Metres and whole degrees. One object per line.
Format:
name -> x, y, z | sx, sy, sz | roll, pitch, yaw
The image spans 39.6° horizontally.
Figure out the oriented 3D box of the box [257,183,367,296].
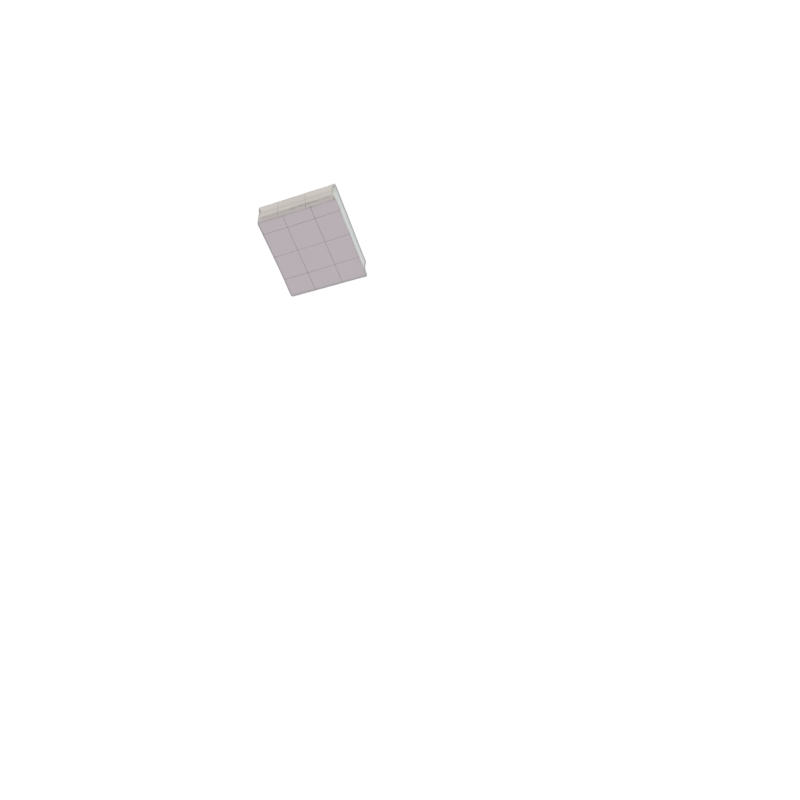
box -> -0.077, -0.141, 0.987 | 0.073, 0.083, 0.032 | -16, 35, 11
